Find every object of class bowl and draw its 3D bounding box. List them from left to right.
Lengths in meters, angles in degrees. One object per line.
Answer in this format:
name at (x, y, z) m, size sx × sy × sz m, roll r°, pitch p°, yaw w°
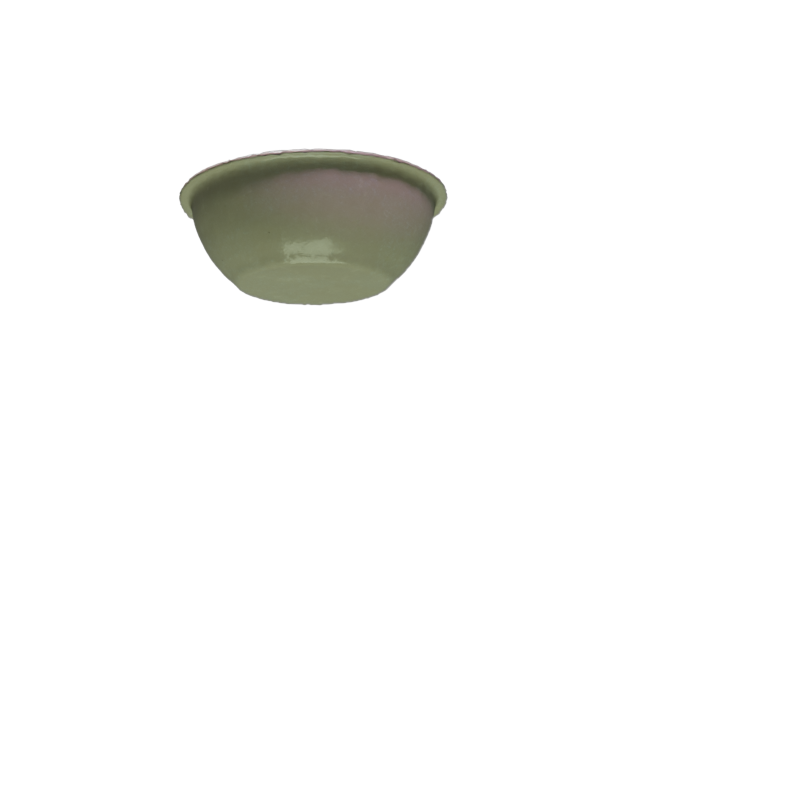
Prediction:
bowl at (-0.052, -0.094, 0.661) m, size 0.162 × 0.057 × 0.157 m, roll 0°, pitch -11°, yaw -2°
